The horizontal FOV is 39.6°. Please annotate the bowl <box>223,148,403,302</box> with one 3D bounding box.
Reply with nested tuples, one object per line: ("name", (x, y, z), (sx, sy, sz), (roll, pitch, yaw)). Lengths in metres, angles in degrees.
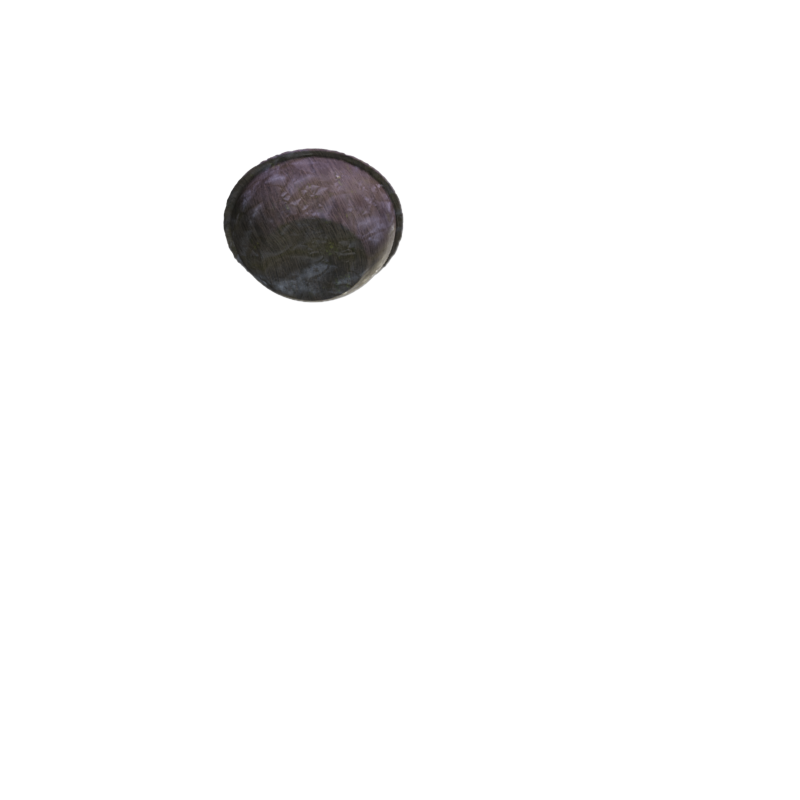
("bowl", (-0.076, -0.139, 0.973), (0.162, 0.151, 0.059), (1, 40, -1))
